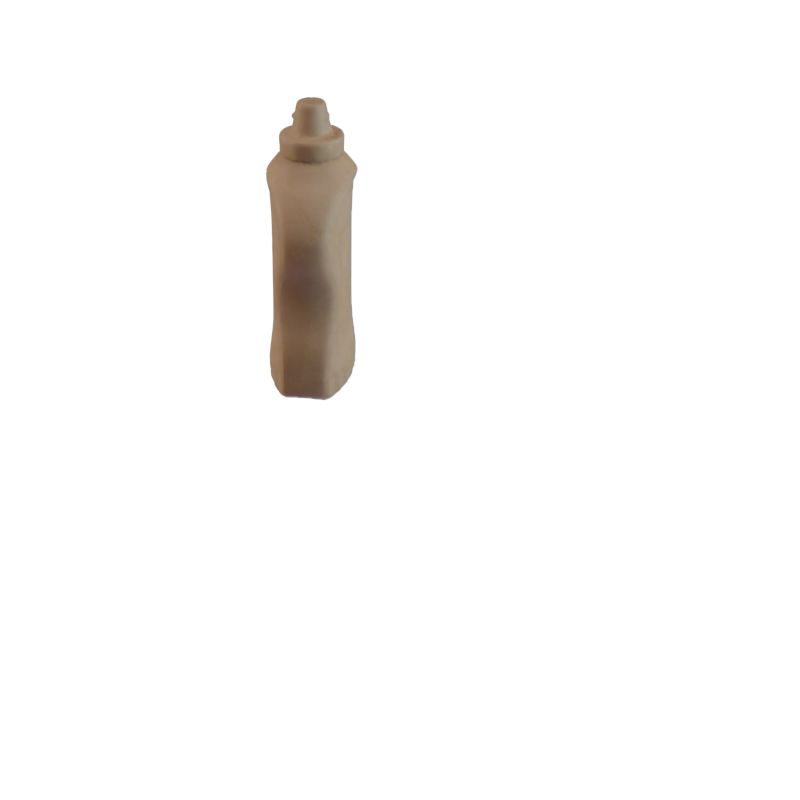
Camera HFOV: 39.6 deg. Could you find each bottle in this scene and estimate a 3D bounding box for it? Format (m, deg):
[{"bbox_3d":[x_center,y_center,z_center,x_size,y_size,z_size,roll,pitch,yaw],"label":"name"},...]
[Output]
[{"bbox_3d":[-0.057,-0.103,0.723,0.059,0.181,0.101,4,28,4],"label":"bottle"}]
